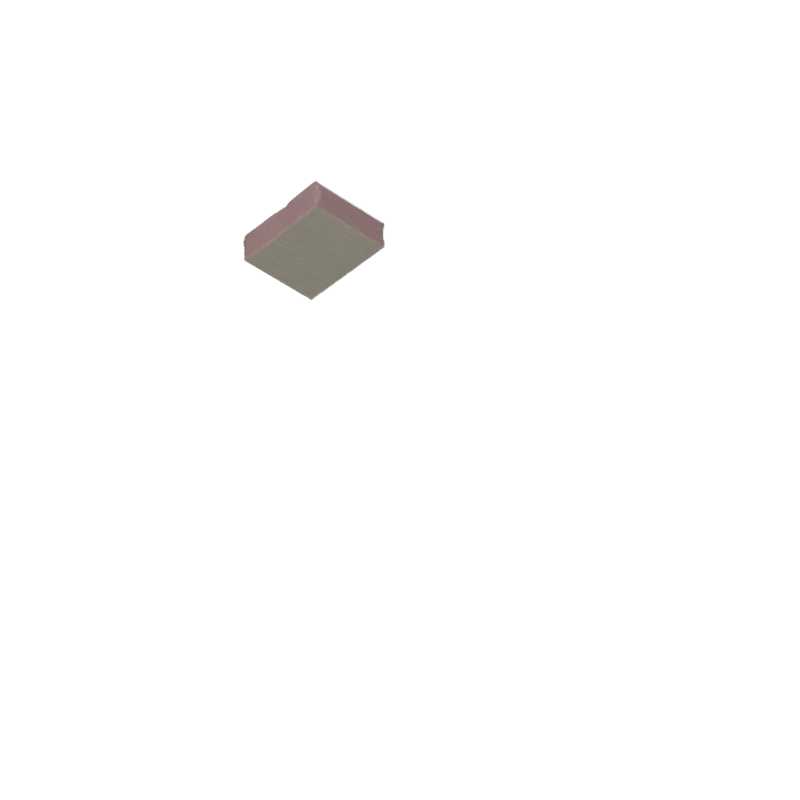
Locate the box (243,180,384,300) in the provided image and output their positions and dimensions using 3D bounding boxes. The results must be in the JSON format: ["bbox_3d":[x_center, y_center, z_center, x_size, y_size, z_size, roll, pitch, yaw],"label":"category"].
[{"bbox_3d":[-0.068,-0.124,0.871,0.069,0.032,0.089,30,-46,-34],"label":"box"}]
